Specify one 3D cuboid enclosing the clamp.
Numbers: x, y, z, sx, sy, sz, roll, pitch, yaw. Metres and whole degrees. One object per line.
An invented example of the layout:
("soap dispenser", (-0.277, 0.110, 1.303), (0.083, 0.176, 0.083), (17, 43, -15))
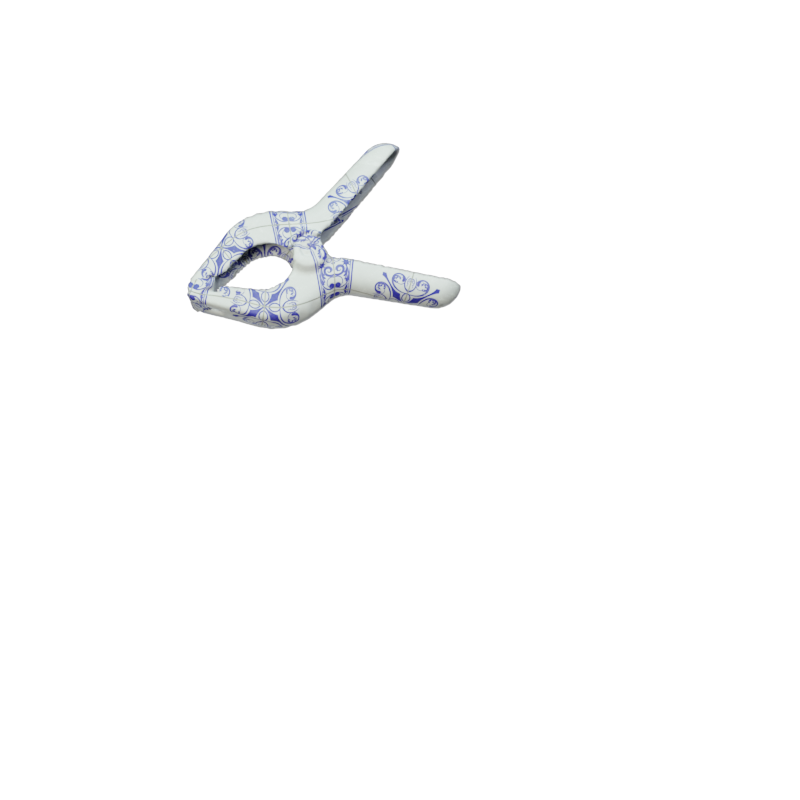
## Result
("clamp", (-0.057, -0.103, 0.723), (0.170, 0.128, 0.037), (-11, -27, -6))
